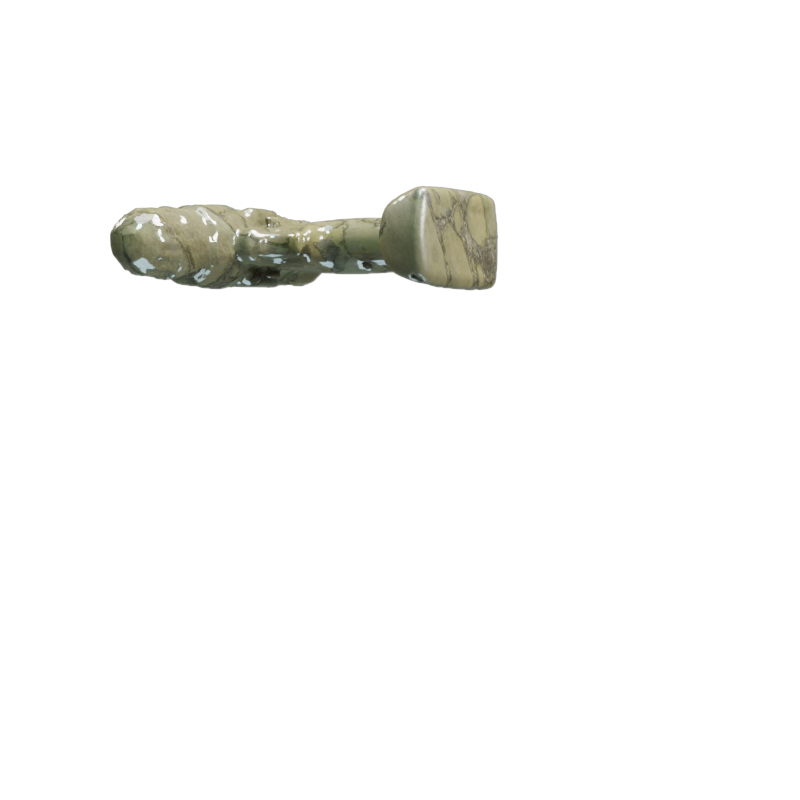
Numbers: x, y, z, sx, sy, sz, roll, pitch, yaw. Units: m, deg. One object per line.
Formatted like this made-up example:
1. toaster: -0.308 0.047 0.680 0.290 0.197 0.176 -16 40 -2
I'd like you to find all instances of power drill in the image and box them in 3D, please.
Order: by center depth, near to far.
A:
1. power drill: -0.051 -0.094 0.656 0.195 0.057 0.179 4 7 32
